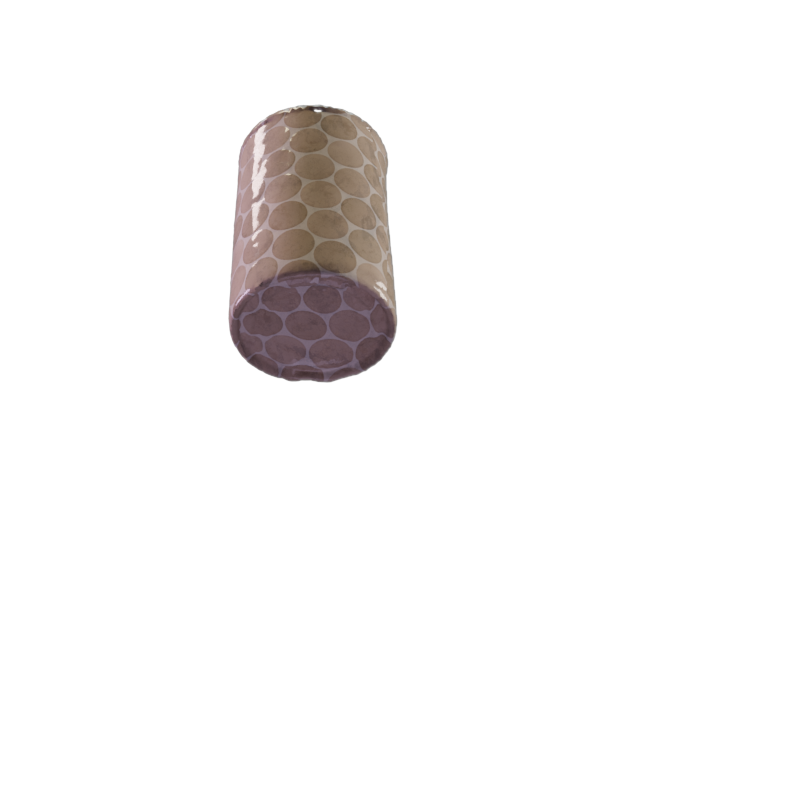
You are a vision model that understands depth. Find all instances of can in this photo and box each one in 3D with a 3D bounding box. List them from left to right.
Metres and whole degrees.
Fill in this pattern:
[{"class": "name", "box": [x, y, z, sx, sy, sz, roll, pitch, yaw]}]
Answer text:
[{"class": "can", "box": [-0.037, -0.067, 0.467, 0.068, 0.110, 0.064, -1, -42, -3]}]
